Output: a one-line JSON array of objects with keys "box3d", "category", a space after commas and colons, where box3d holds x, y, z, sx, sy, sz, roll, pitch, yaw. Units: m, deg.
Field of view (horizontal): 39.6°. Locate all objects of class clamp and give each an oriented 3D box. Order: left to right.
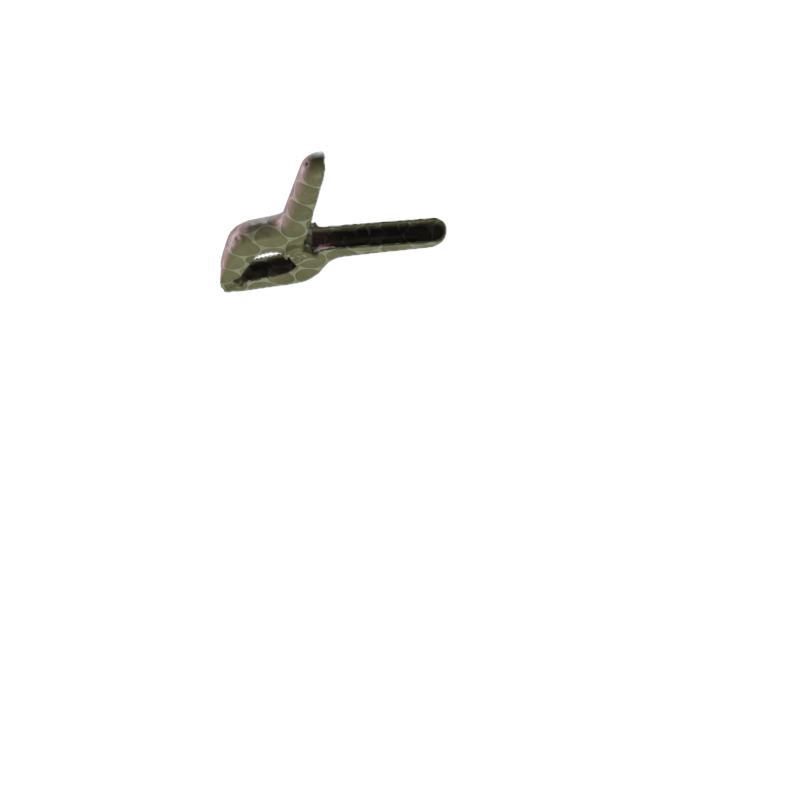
[{"box3d": [-0.076, -0.139, 0.972, 0.155, 0.039, 0.210, 20, -31, -37], "category": "clamp"}]
